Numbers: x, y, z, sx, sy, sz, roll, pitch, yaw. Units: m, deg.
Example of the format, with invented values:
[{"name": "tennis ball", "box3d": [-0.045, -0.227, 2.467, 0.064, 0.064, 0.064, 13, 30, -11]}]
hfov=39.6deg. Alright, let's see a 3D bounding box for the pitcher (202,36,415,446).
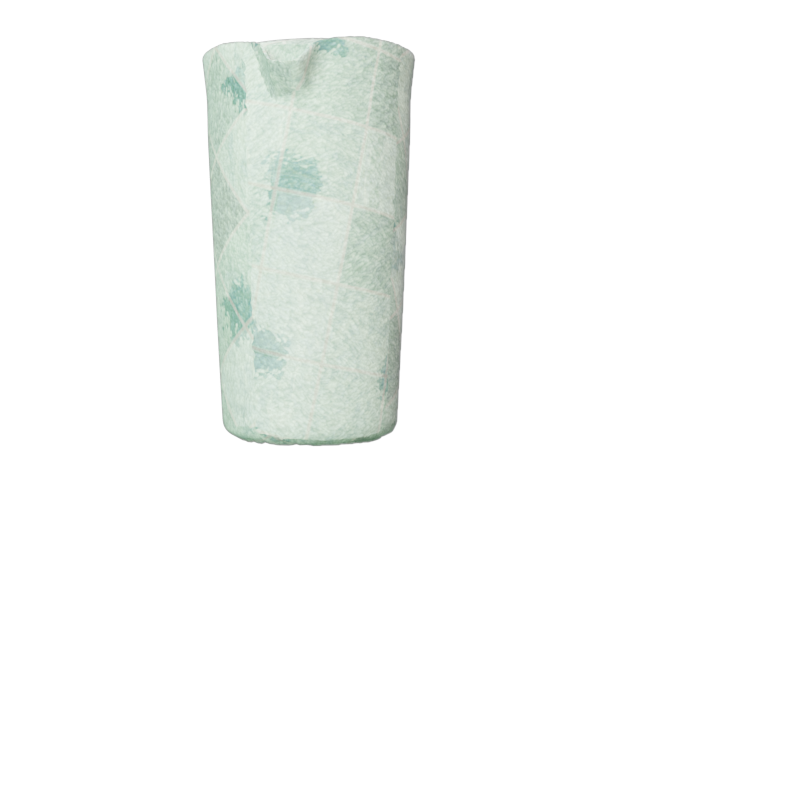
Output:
[{"name": "pitcher", "box3d": [-0.055, -0.100, 0.701, 0.143, 0.245, 0.150, 1, -2, -39]}]
